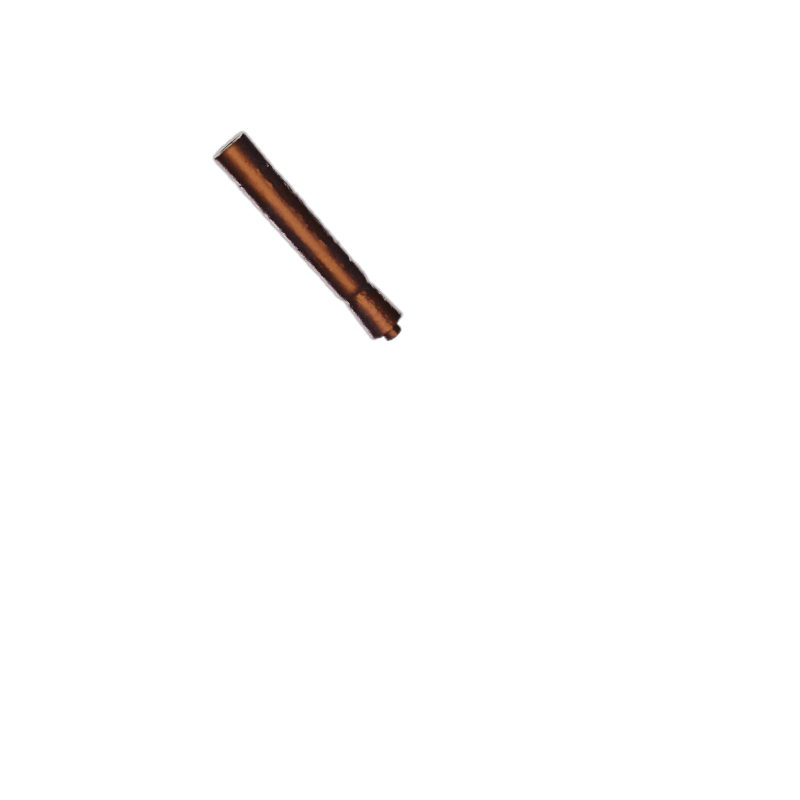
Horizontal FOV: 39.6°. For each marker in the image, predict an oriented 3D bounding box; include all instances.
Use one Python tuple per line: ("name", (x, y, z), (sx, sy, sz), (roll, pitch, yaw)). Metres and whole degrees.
("marker", (-0.041, -0.074, 0.521), (0.020, 0.117, 0.020), (-40, 11, 10))
